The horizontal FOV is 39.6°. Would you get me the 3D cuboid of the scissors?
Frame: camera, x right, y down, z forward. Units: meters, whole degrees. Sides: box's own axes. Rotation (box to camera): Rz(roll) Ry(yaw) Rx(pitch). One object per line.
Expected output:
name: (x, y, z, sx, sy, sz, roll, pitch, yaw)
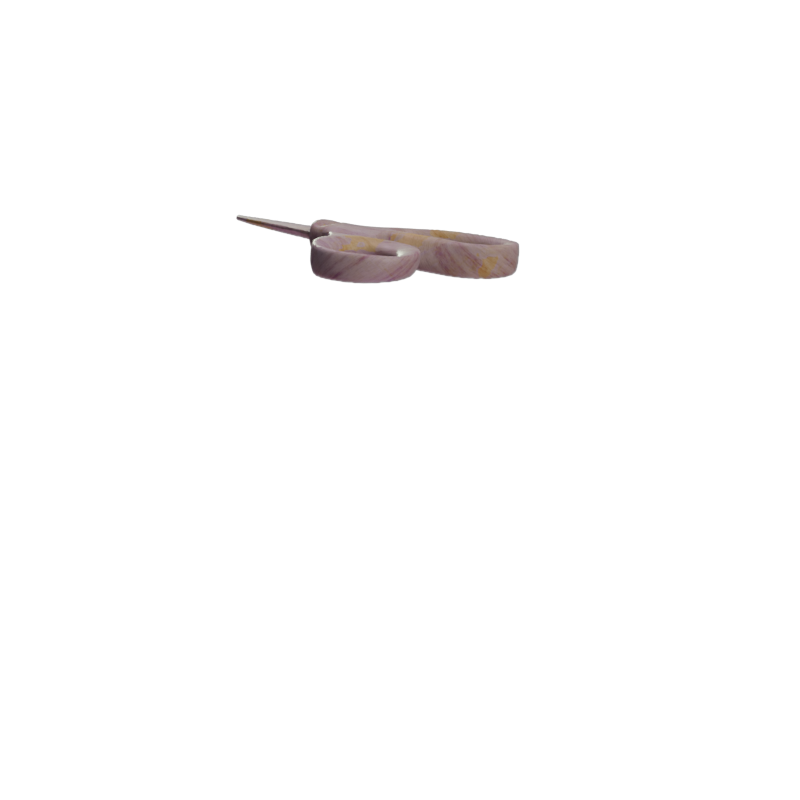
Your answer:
scissors: (-0.041, -0.074, 0.519, 0.212, 0.015, 0.094, 13, 20, 40)
